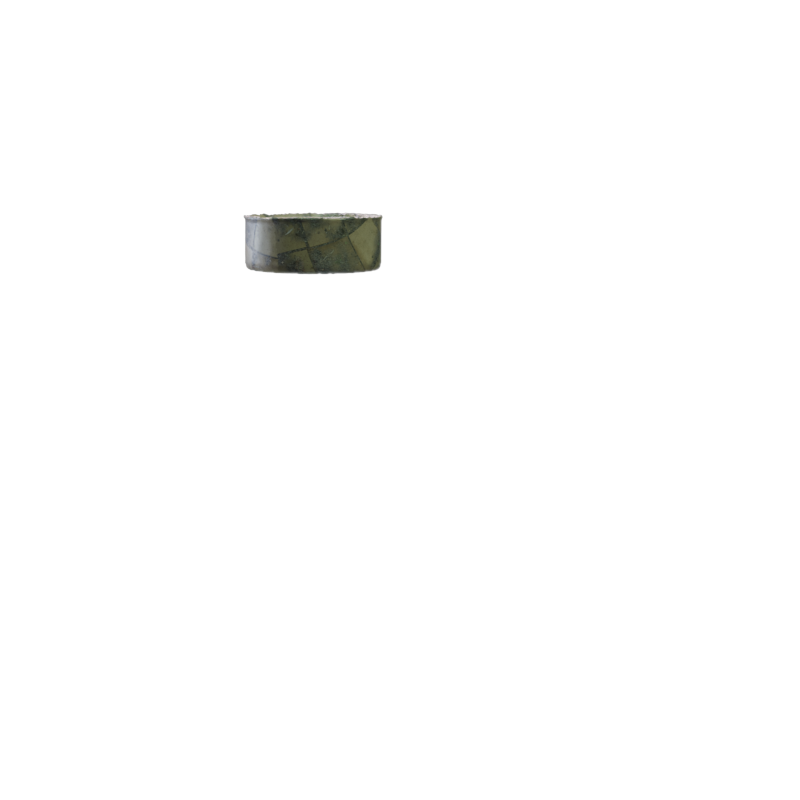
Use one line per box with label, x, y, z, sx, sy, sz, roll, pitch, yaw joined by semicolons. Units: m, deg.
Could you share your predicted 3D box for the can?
can;-0.054;-0.098;0.686;0.086;0.033;0.088;0;10;-2
